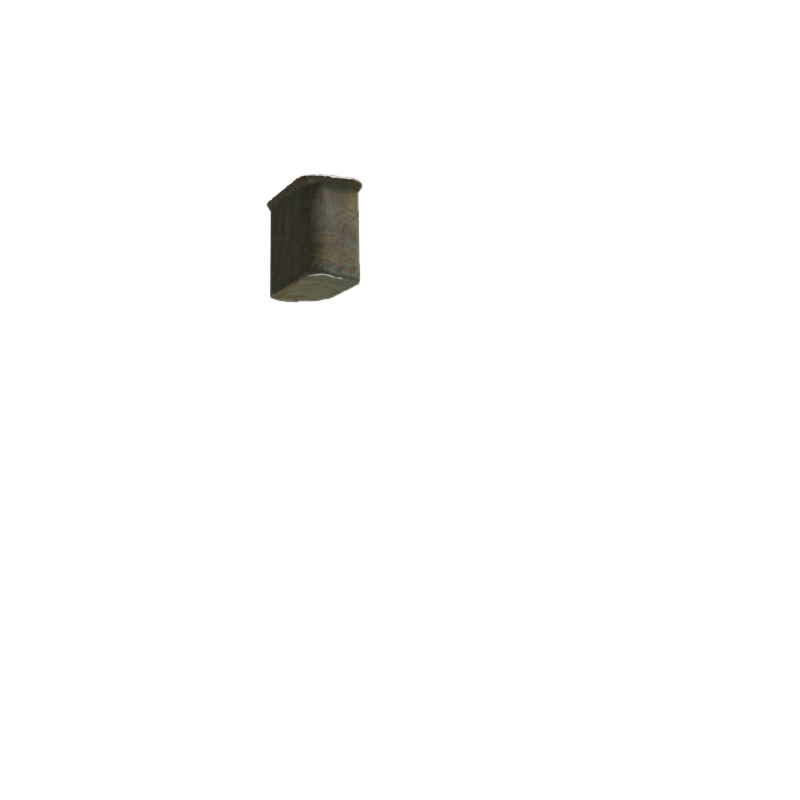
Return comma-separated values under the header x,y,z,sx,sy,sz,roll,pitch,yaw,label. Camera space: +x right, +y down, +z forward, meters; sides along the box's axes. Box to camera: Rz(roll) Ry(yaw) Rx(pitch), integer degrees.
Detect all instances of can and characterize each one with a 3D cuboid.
x,y,z,sx,sy,sz,roll,pitch,yaw,label
-0.072,-0.131,0.915,0.055,0.087,0.102,5,-12,-25,can
